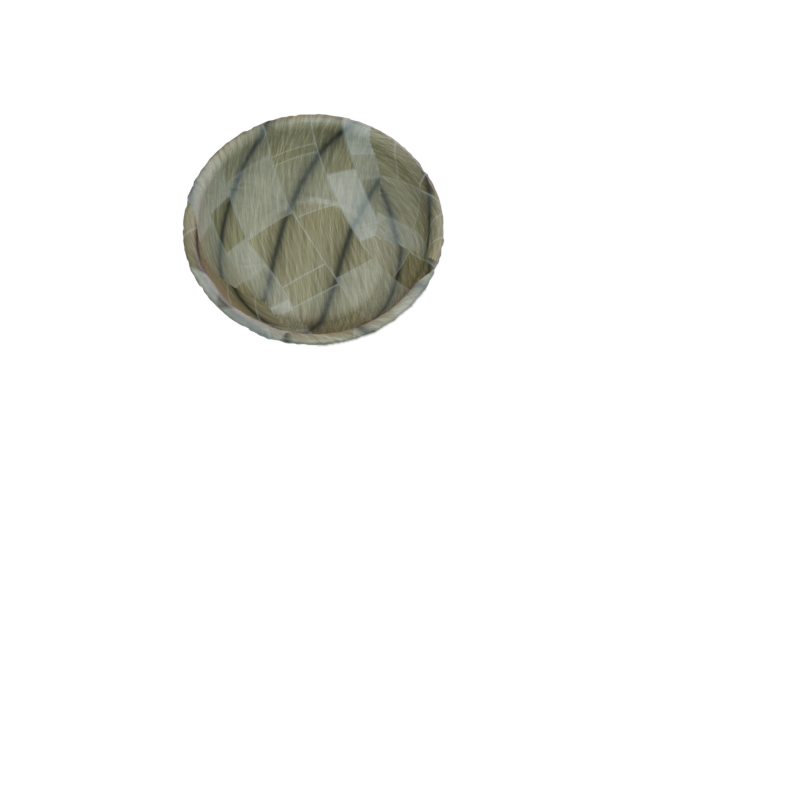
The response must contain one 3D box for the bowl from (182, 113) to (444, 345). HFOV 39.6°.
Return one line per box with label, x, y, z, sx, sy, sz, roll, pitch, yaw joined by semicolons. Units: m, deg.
bowl;-0.055;-0.101;0.709;0.162;0.171;0.052;-1;-25;-1
